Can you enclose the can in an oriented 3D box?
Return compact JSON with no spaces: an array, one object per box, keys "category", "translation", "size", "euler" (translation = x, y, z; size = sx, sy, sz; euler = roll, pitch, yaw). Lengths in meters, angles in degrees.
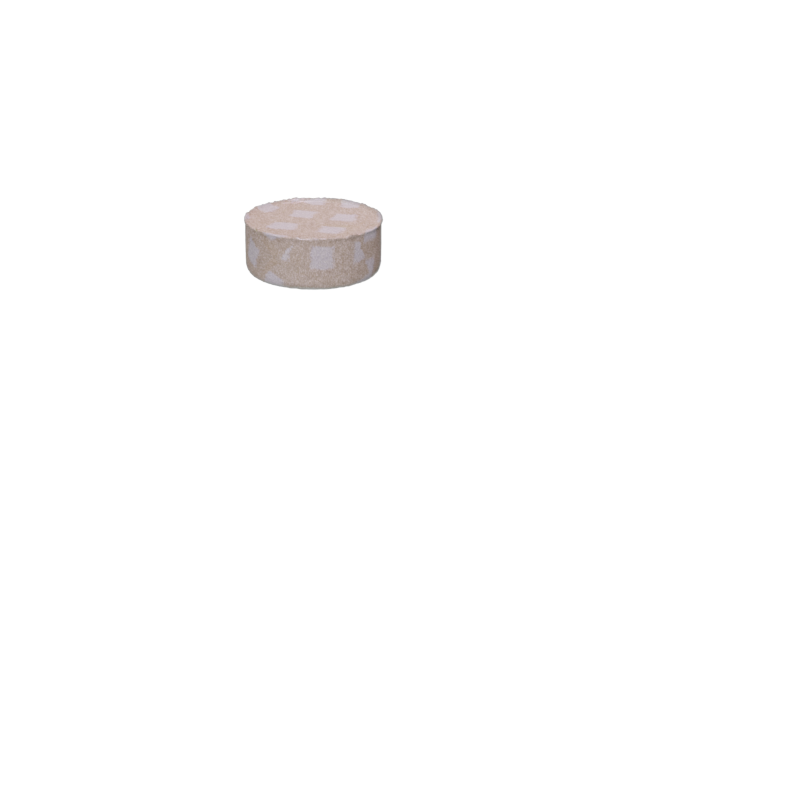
[{"category":"can","translation":[-0.054,-0.098,0.689],"size":[0.086,0.032,0.090],"euler":[-1,25,-2]}]
